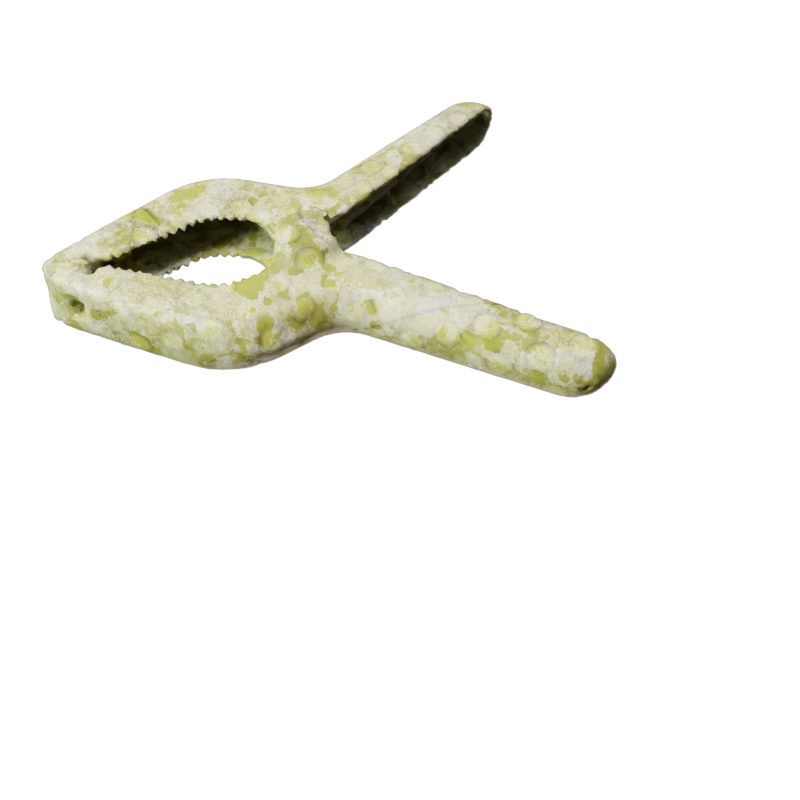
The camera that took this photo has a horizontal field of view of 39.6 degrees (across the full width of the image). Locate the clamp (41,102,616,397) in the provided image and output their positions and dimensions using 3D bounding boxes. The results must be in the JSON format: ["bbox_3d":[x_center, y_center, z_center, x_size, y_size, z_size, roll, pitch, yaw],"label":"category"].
[{"bbox_3d":[-0.035,-0.064,0.451,0.209,0.177,0.034,-3,-44,-3],"label":"clamp"}]
